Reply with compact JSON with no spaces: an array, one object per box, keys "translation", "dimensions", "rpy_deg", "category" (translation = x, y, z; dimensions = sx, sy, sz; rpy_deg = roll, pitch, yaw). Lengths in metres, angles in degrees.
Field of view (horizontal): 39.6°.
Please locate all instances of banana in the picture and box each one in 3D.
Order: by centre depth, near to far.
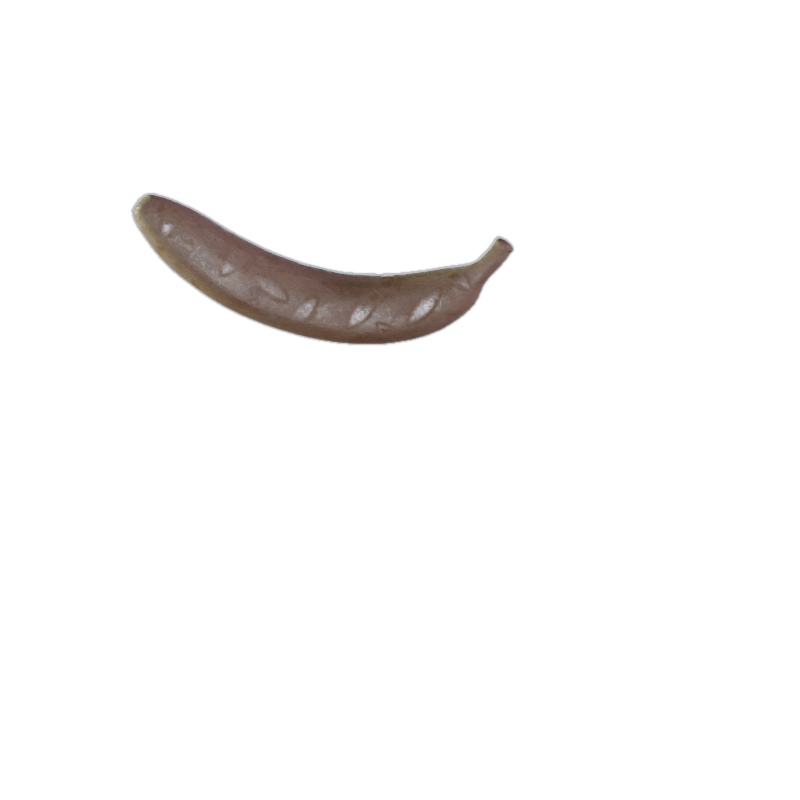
[{"translation":[-0.044,-0.065,0.588],"dimensions":[0.197,0.068,0.038],"rpy_deg":[6,13,-1],"category":"banana"}]
